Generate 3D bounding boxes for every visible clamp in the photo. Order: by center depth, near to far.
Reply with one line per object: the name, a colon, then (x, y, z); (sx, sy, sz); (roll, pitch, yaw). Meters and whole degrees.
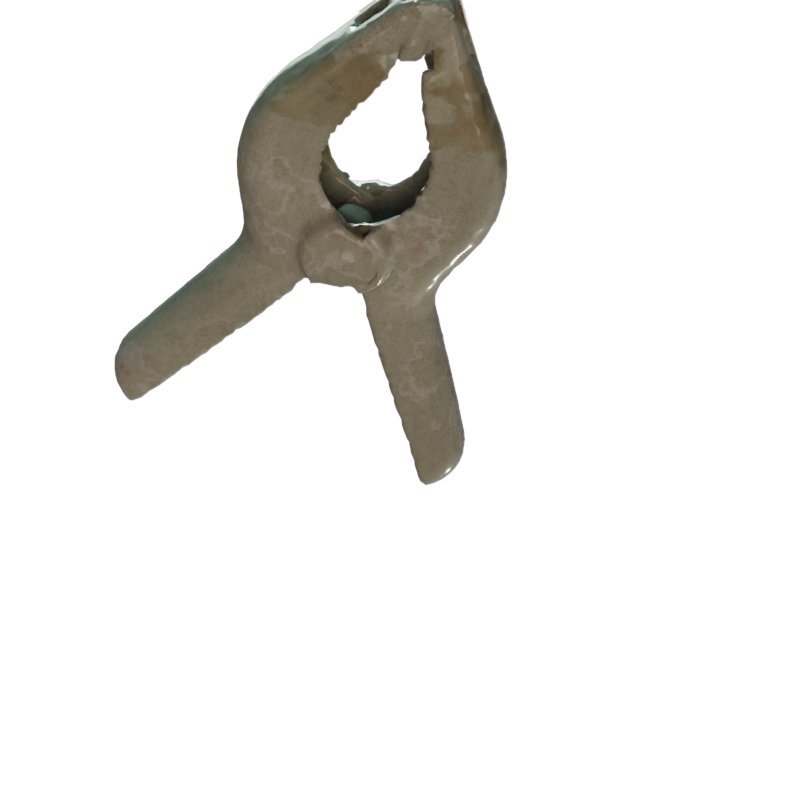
clamp: (-0.027, -0.049, 0.341); (0.119, 0.162, 0.042); (7, 31, -5)
